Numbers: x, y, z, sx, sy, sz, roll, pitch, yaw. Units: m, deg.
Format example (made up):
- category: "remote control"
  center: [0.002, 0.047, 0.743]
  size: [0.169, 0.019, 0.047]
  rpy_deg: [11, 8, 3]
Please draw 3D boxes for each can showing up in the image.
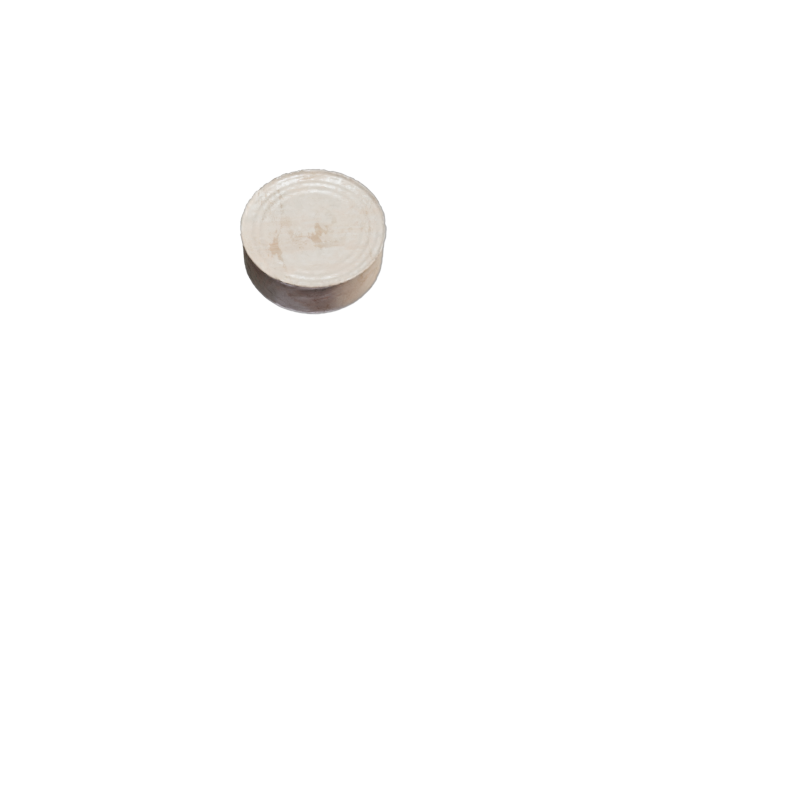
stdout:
- category: "can"
  center: [-0.052, -0.094, 0.661]
  size: [0.086, 0.092, 0.031]
  rpy_deg: [-1, -33, -1]
